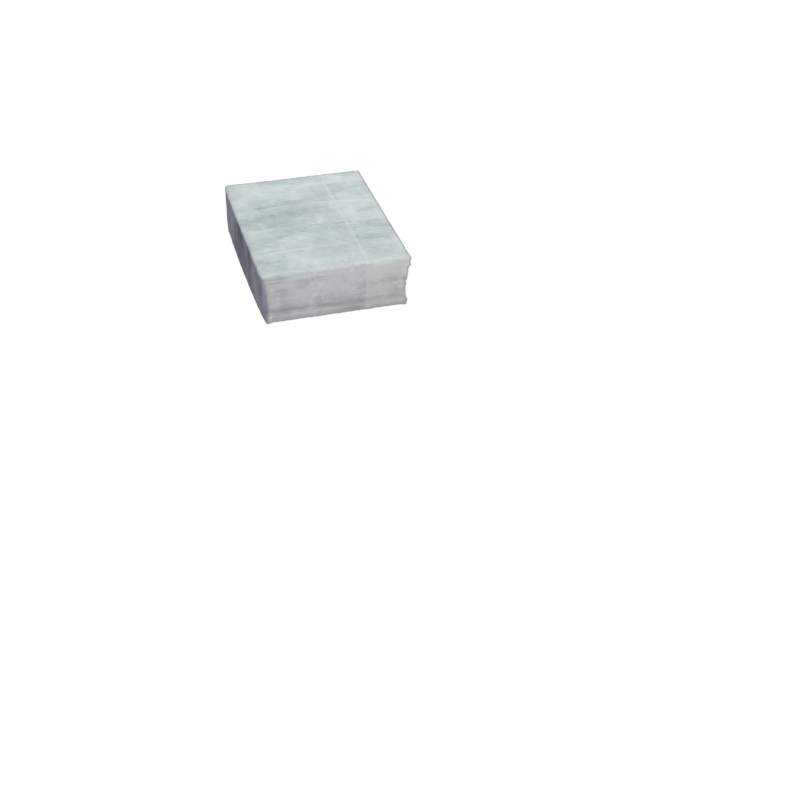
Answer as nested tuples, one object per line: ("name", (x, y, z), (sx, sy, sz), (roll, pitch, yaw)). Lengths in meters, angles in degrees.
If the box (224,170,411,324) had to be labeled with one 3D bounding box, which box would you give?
("box", (-0.053, -0.097, 0.678), (0.089, 0.036, 0.123), (-10, 40, -13))
